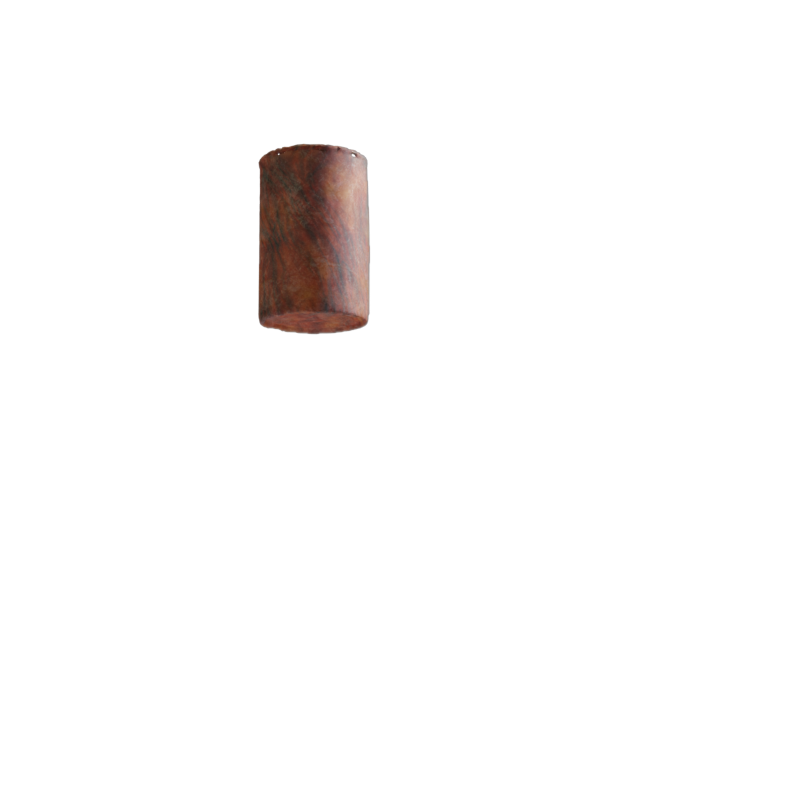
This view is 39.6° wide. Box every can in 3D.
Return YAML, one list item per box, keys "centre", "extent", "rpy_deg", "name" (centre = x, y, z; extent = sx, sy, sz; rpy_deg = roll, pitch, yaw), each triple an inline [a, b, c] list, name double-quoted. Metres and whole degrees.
- centre: [-0.053, -0.096, 0.674]
  extent: [0.068, 0.106, 0.066]
  rpy_deg: [0, -13, -2]
  name: "can"
